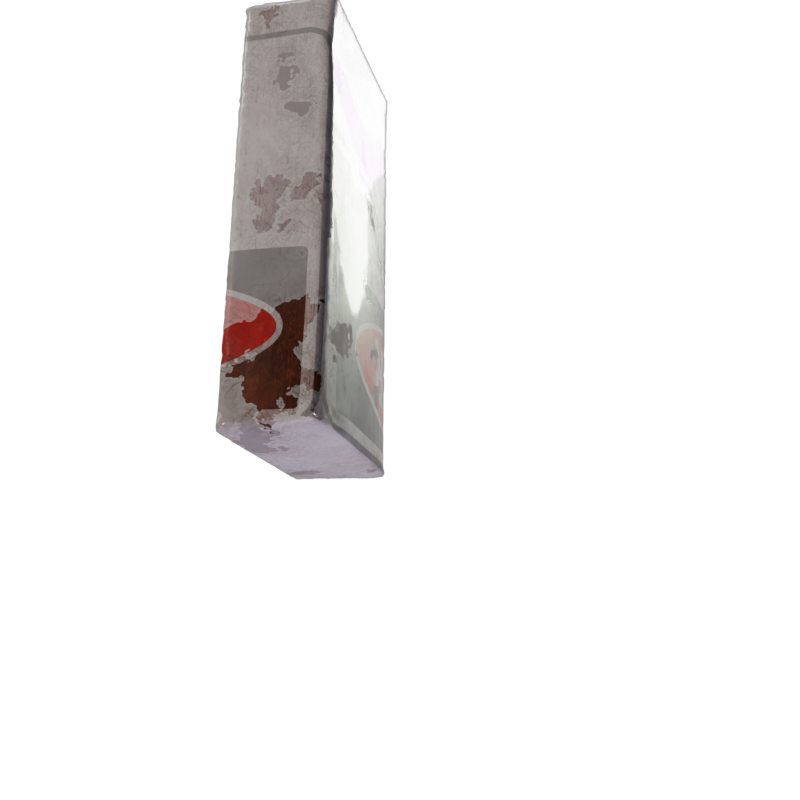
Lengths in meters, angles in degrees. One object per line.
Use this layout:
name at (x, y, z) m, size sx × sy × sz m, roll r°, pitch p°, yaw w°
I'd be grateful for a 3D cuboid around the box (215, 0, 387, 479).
box at (-0.036, -0.064, 0.451) m, size 0.049 × 0.185 × 0.087 m, roll -7°, pitch -22°, yaw 13°
